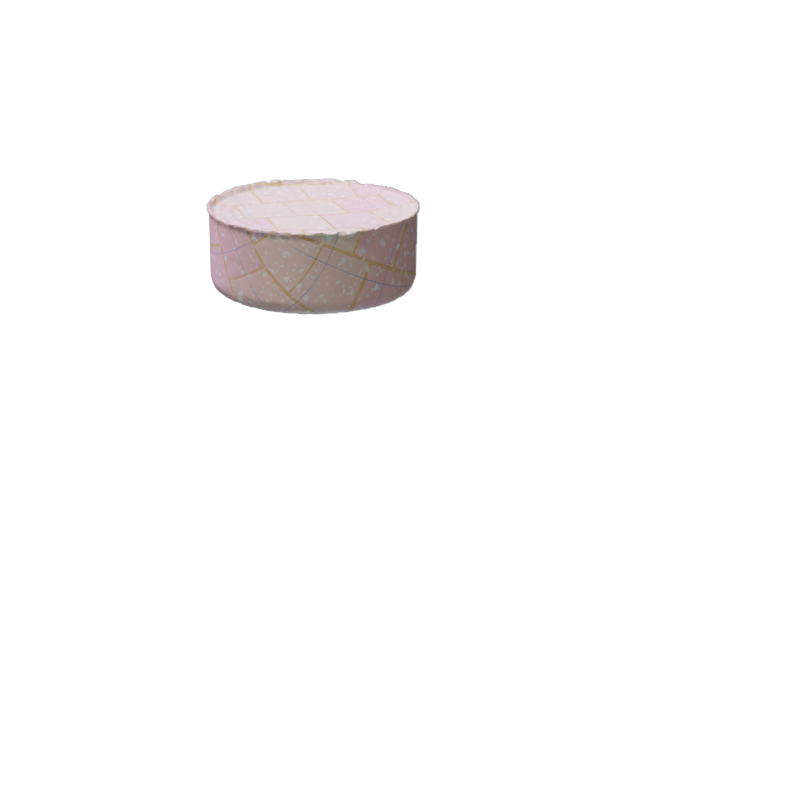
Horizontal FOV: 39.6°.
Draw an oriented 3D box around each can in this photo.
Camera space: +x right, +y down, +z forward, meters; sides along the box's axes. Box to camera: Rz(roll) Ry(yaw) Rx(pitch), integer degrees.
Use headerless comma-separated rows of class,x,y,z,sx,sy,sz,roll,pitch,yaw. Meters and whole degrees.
can,-0.035,-0.064,0.452,0.086,0.032,0.090,-1,23,-2
